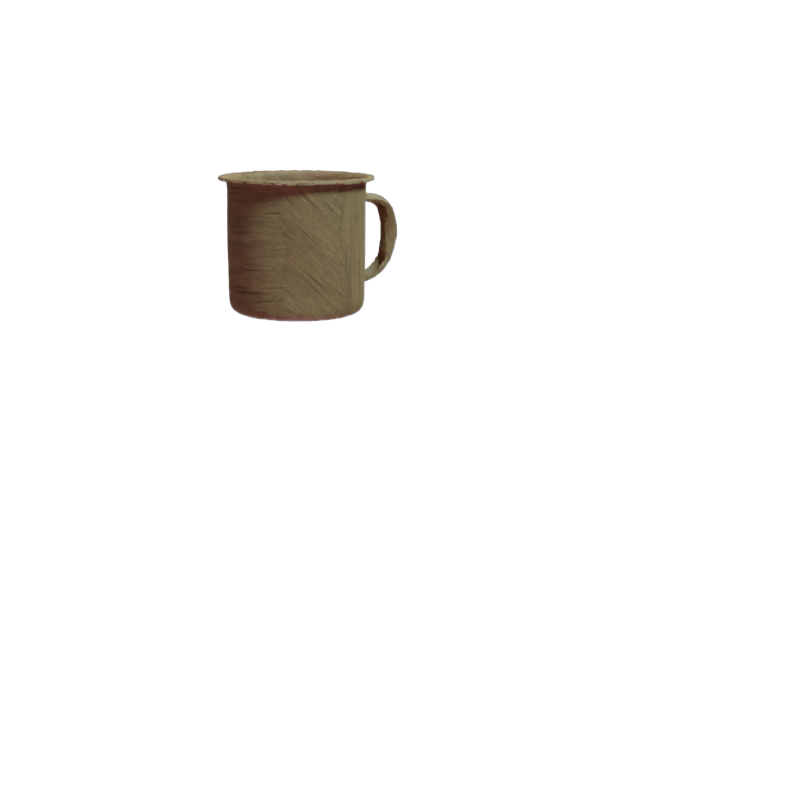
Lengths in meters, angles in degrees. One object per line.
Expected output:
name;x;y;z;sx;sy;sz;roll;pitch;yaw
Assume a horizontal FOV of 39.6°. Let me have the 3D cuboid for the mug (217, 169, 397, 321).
mug;-0.052;-0.095;0.668;0.114;0.080;0.098;-9;15;-35
